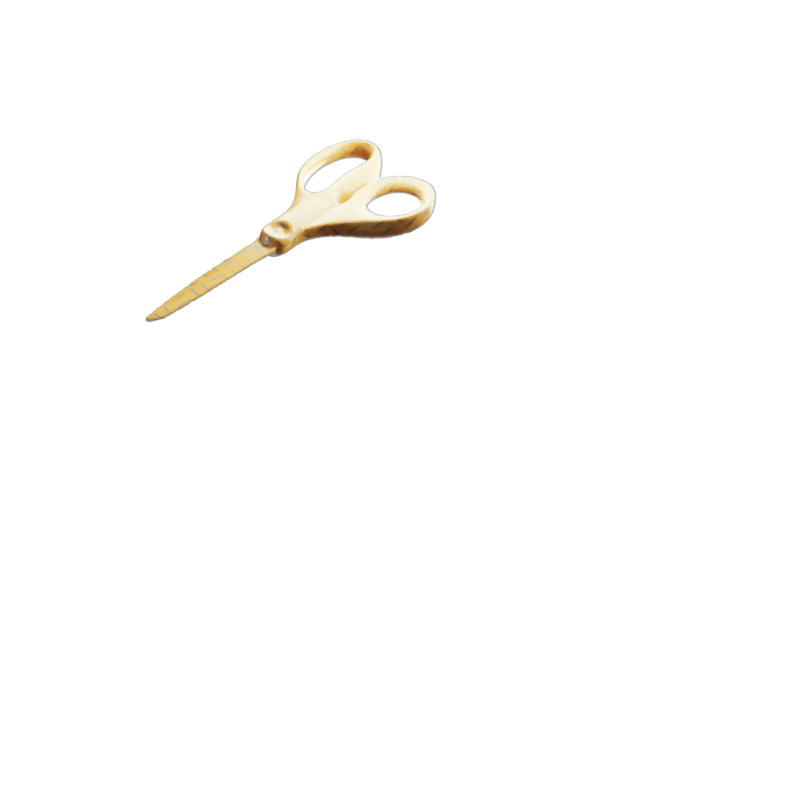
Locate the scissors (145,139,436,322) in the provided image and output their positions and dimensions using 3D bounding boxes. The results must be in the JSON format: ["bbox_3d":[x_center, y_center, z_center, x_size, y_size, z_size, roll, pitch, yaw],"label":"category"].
[{"bbox_3d":[-0.050,-0.091,0.637,0.100,0.015,0.208,18,46,18],"label":"scissors"}]
